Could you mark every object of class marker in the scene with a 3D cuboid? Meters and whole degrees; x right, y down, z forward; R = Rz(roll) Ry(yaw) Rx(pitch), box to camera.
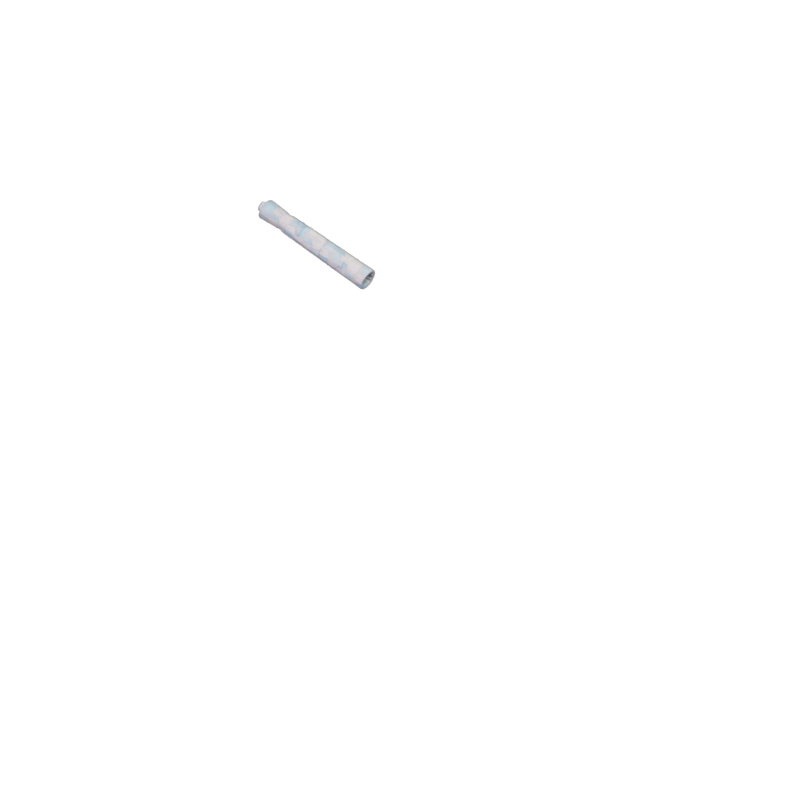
[{"bbox_3d":[-0.073,-0.132,0.928,0.128,0.019,0.019,37,19,24],"label":"marker"}]
